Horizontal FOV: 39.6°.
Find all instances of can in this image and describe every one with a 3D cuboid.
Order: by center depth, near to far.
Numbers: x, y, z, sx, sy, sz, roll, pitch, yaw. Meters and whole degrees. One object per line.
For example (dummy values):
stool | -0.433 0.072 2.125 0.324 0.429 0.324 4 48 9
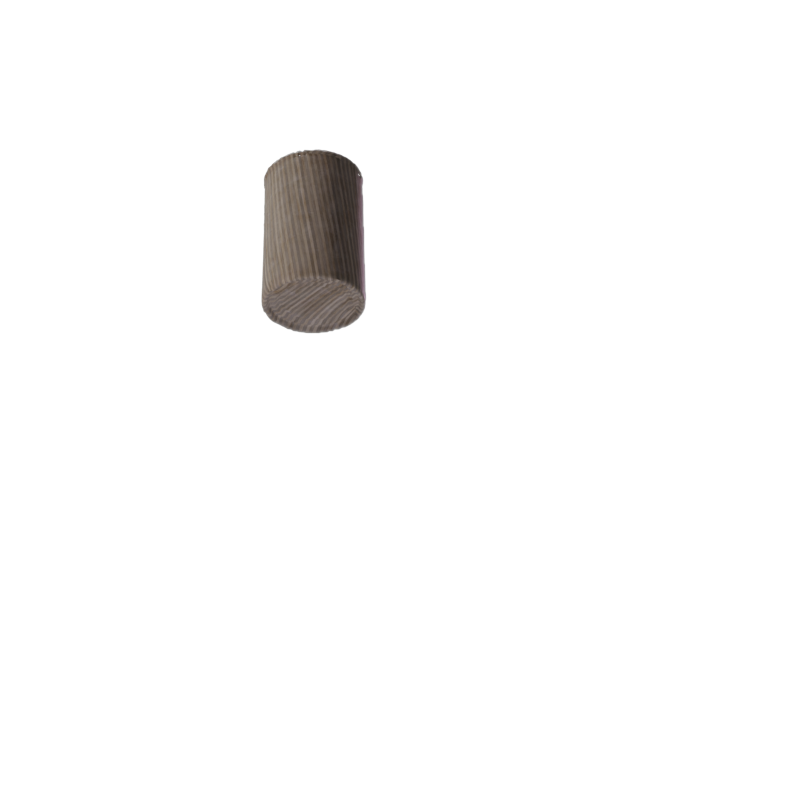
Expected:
can | -0.057 -0.104 0.727 0.068 0.109 0.064 -1 -33 -2
